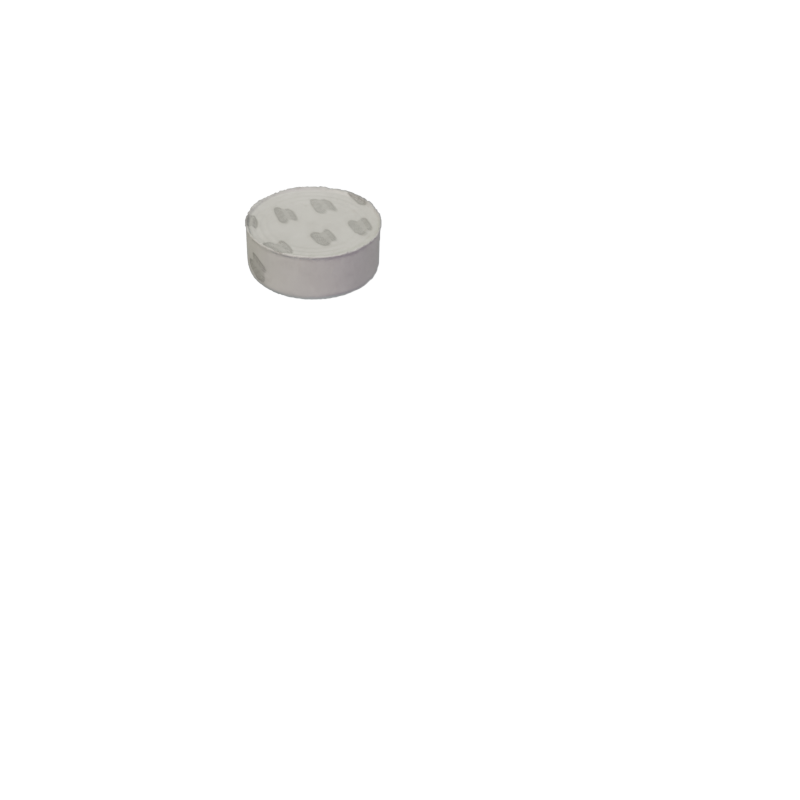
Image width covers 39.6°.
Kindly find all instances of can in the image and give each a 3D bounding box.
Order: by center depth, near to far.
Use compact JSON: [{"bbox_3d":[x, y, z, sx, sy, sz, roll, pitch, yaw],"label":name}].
[{"bbox_3d":[-0.055,-0.100,0.703,0.086,0.031,0.092,-1,37,-2],"label":"can"}]
